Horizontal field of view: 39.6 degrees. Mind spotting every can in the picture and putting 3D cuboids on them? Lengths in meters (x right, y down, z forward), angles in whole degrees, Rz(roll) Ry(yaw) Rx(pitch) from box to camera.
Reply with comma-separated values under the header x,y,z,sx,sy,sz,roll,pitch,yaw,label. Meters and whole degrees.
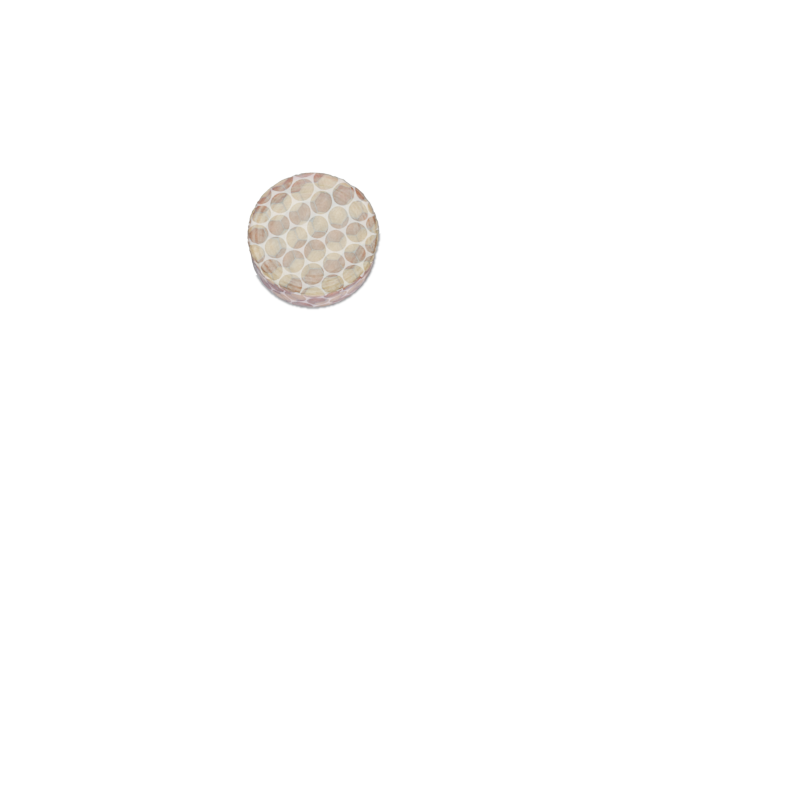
x,y,z,sx,sy,sz,roll,pitch,yaw,label
-0.057,-0.105,0.734,0.086,0.090,0.032,-1,-19,-1,can
